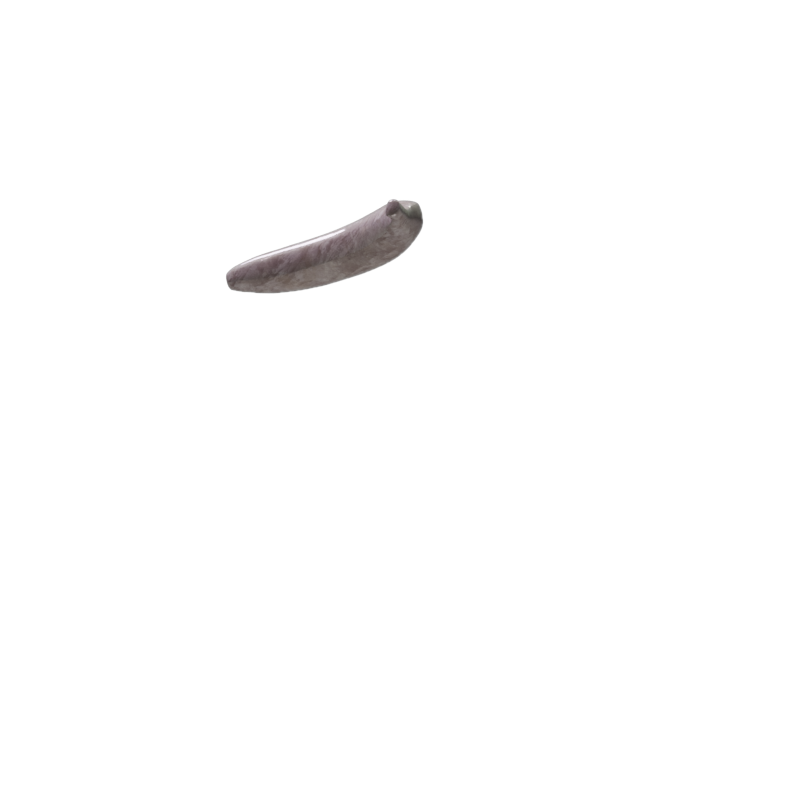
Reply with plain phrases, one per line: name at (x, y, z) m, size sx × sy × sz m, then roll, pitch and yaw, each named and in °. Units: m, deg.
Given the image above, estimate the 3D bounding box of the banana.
banana at (-0.047, -0.113, 0.819) m, size 0.066 × 0.038 × 0.200 m, roll 15°, pitch -22°, yaw -40°
